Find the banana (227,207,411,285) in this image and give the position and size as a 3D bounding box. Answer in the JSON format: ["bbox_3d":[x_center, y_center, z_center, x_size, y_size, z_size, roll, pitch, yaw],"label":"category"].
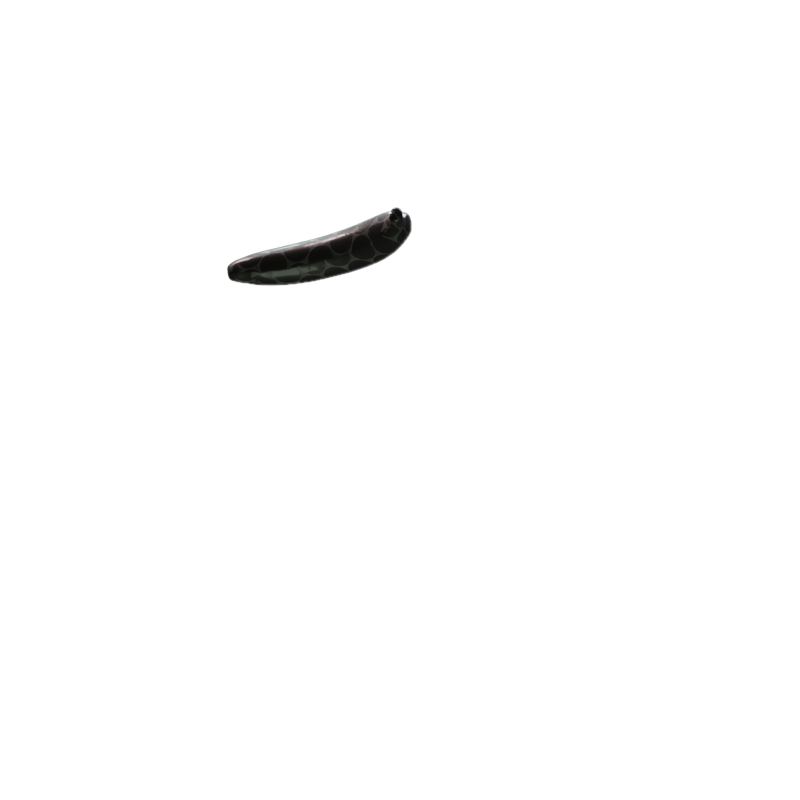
[{"bbox_3d":[-0.061,-0.134,0.972,0.200,0.039,0.065,-15,-25,35],"label":"banana"}]
